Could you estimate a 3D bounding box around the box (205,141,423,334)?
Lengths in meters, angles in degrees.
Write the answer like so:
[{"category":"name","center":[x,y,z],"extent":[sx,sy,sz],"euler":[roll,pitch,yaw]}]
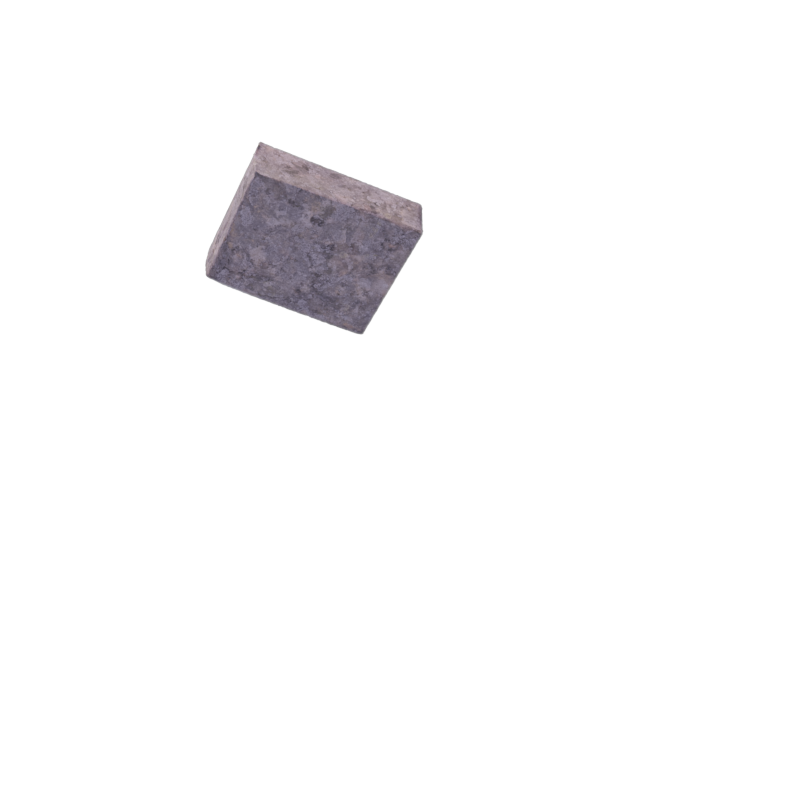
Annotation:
[{"category":"box","center":[-0.054,-0.099,0.692],"extent":[0.110,0.086,0.042],"euler":[19,36,-15]}]
